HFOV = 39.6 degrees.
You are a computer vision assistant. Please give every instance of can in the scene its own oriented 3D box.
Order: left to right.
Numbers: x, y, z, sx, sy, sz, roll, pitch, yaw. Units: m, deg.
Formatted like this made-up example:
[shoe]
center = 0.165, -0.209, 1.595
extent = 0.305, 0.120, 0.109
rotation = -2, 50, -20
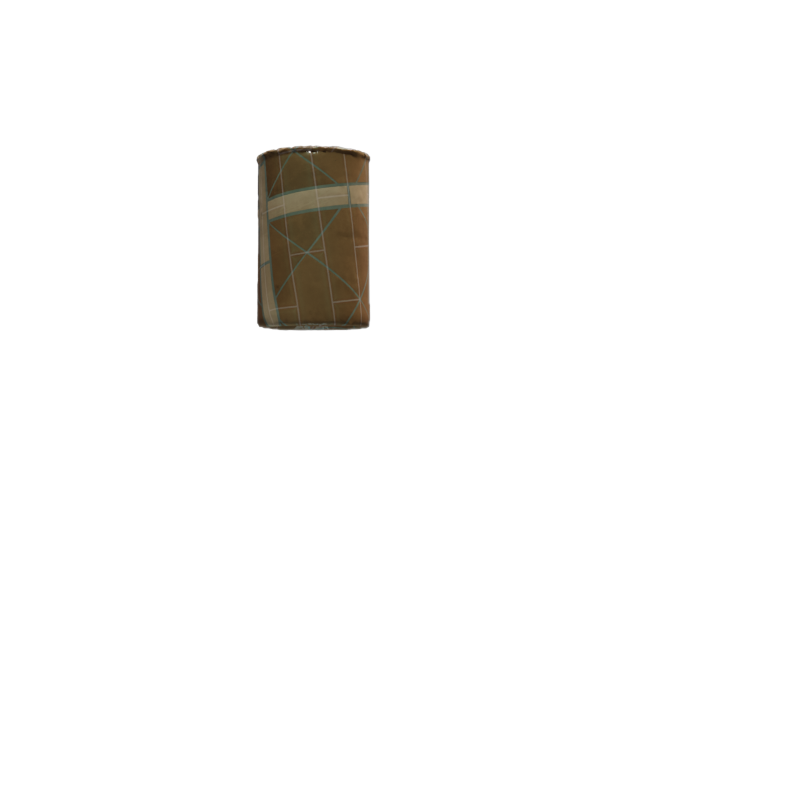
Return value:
[can]
center = -0.051, -0.094, 0.656
extent = 0.068, 0.104, 0.068
rotation = 0, -5, -2
